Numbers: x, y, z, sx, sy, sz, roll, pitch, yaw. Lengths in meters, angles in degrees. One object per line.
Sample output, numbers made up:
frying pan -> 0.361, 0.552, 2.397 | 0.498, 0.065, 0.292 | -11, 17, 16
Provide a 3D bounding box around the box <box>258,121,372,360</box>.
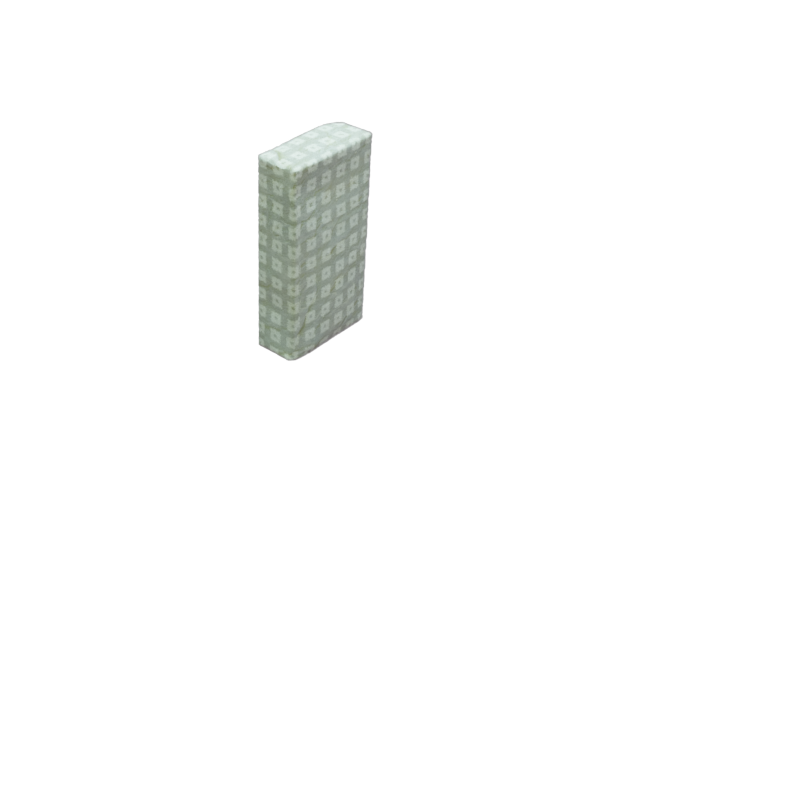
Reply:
box -> -0.069, -0.126, 0.884 | 0.051, 0.166, 0.094 | 24, 38, 31
